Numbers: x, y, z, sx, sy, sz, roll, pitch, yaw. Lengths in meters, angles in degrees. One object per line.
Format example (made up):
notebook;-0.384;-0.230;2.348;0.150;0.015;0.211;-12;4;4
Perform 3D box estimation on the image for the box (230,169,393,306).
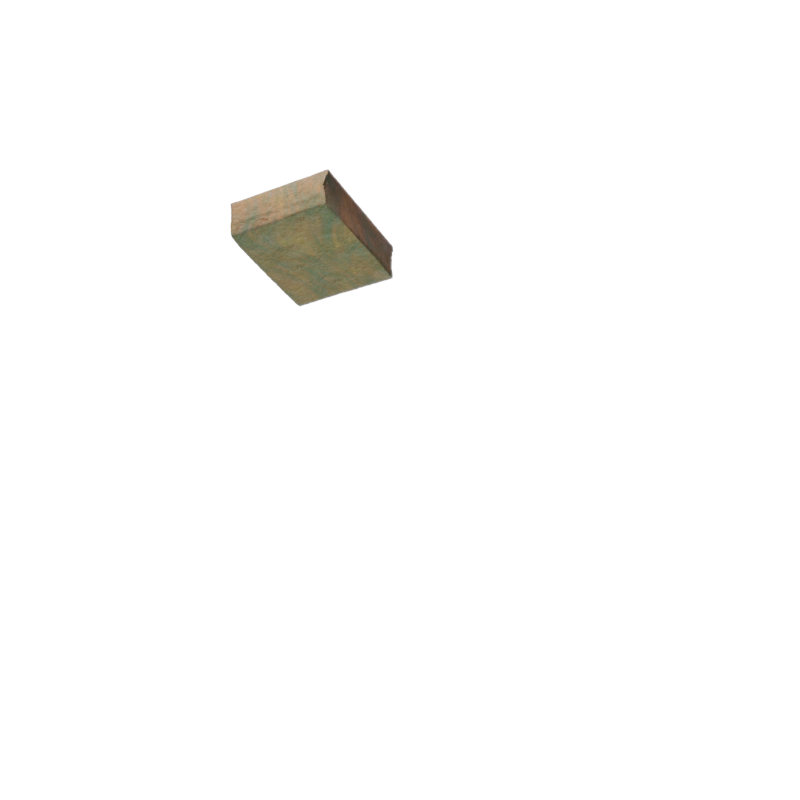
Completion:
box;-0.069;-0.126;0.883;0.091;0.042;0.105;-16;-34;23
